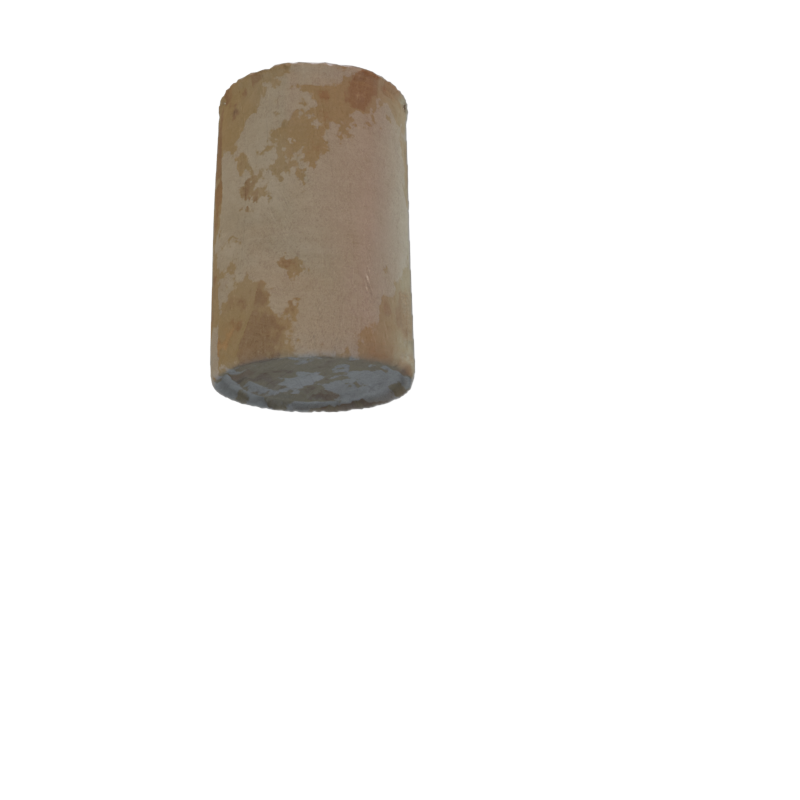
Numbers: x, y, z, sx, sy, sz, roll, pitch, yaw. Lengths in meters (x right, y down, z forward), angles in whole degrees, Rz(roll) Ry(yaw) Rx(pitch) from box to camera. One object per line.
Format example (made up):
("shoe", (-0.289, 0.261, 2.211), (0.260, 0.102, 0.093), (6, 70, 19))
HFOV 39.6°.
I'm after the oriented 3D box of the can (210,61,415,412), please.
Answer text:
("can", (-0.029, -0.054, 0.377), (0.068, 0.107, 0.065), (0, -21, -2))
